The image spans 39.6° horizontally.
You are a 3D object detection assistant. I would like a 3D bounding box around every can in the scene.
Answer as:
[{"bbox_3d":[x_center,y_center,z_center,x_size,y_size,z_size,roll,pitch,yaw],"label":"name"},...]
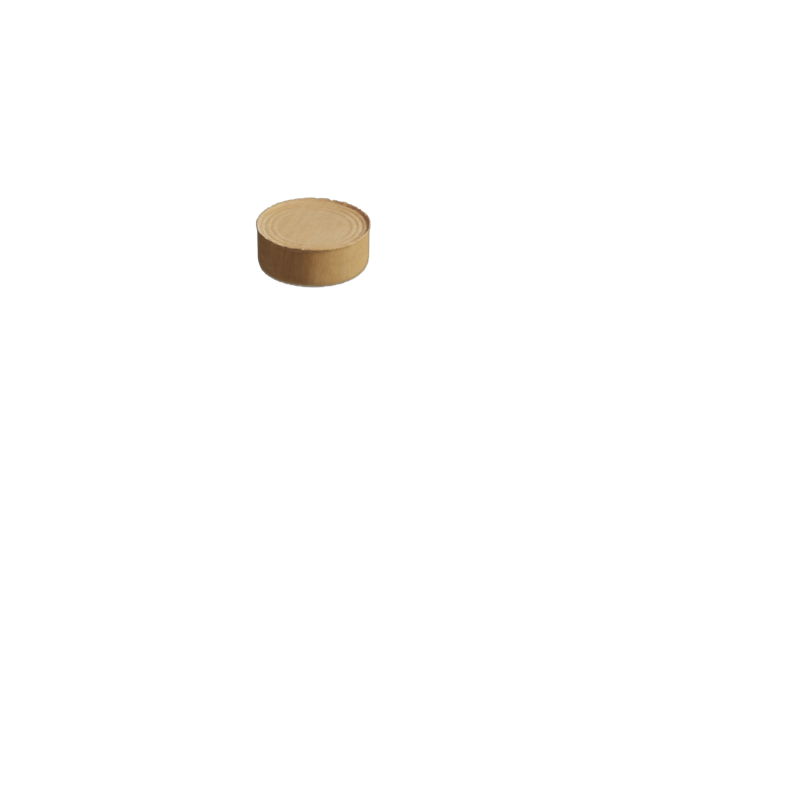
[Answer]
[{"bbox_3d":[-0.065,-0.119,0.832,0.086,0.032,0.091,-1,33,-2],"label":"can"}]
